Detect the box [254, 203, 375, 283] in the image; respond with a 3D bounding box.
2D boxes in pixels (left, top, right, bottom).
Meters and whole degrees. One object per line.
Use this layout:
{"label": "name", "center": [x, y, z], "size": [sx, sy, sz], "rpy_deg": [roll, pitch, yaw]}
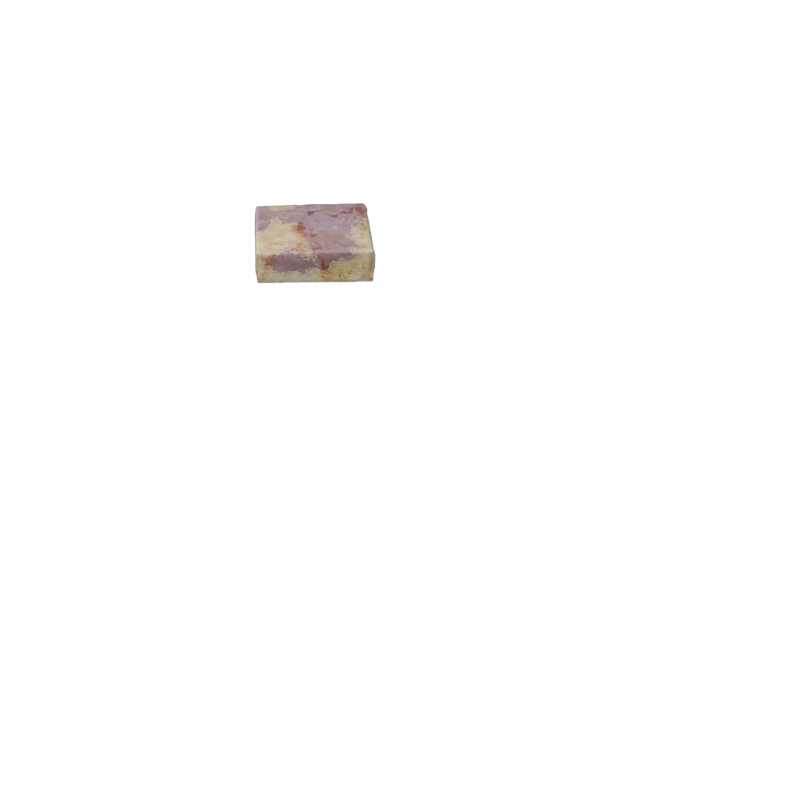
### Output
{"label": "box", "center": [-0.066, -0.121, 0.845], "size": [0.089, 0.028, 0.078], "rpy_deg": [-2, 36, -4]}
